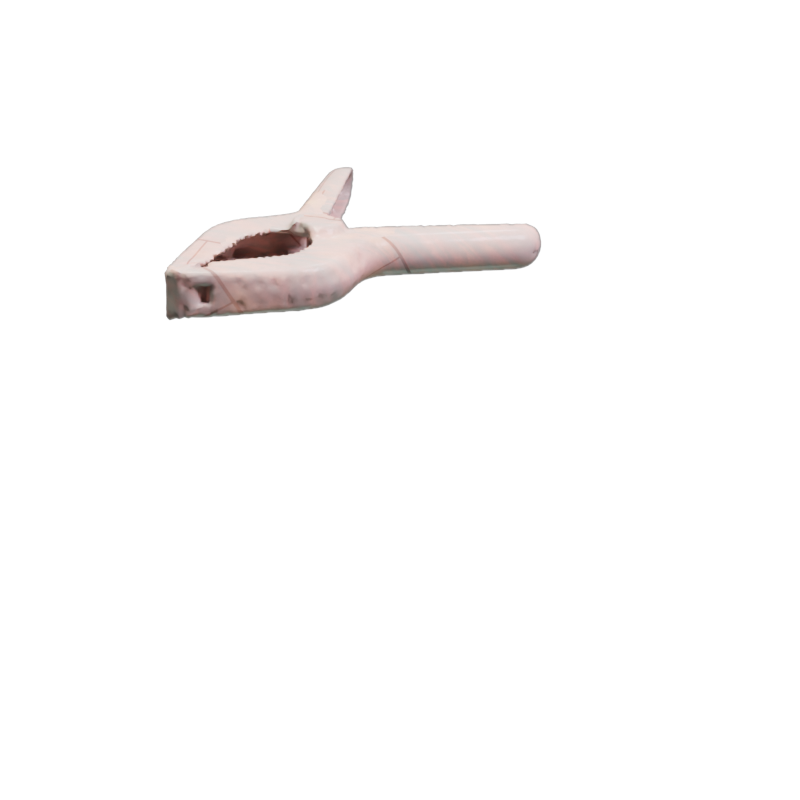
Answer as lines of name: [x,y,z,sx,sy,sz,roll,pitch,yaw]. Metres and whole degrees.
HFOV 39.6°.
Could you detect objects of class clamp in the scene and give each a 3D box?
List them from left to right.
clamp: [-0.049,-0.090,0.629,0.207,0.035,0.176,-19,33,-33]
